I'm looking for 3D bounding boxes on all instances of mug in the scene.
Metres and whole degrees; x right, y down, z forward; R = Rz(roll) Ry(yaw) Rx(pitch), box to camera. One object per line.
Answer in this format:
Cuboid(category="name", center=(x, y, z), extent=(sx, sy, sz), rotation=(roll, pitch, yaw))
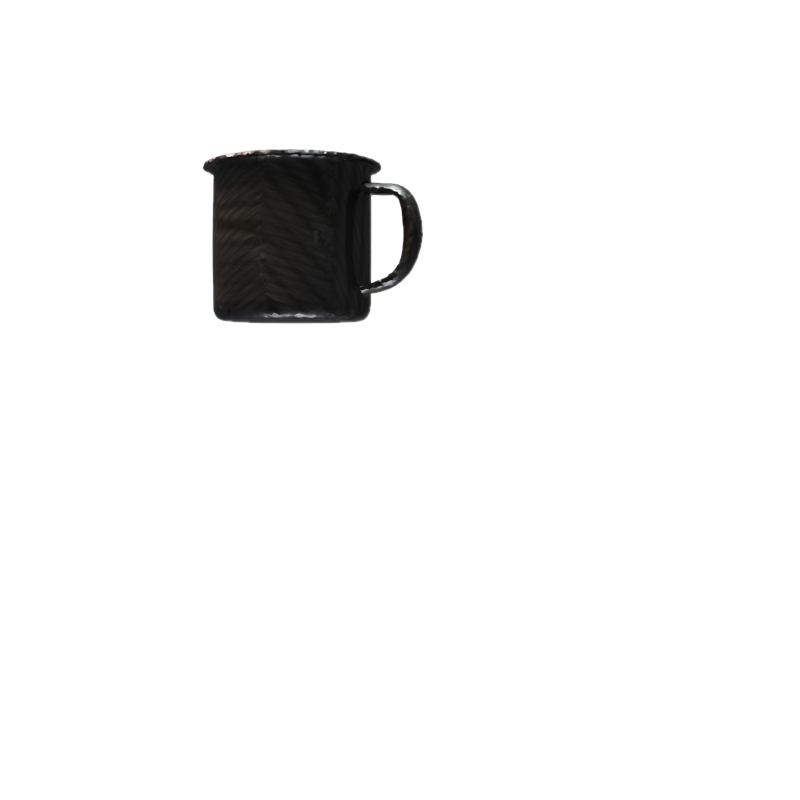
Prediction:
Cuboid(category="mug", center=(-0.045, -0.081, 0.569), extent=(0.120, 0.082, 0.090), rotation=(0, -2, 21))
